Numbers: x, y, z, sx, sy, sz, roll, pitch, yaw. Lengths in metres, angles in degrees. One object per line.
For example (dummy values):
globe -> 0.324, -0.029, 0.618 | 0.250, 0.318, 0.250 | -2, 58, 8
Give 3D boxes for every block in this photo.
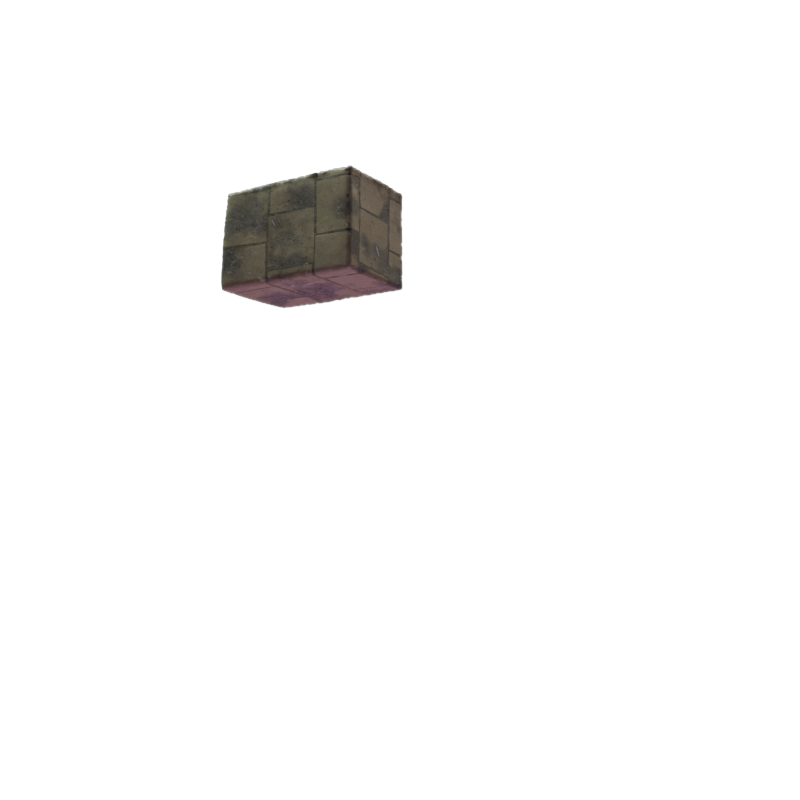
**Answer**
block -> -0.044, -0.080, 0.561 | 0.080, 0.053, 0.050 | -7, -14, 31
